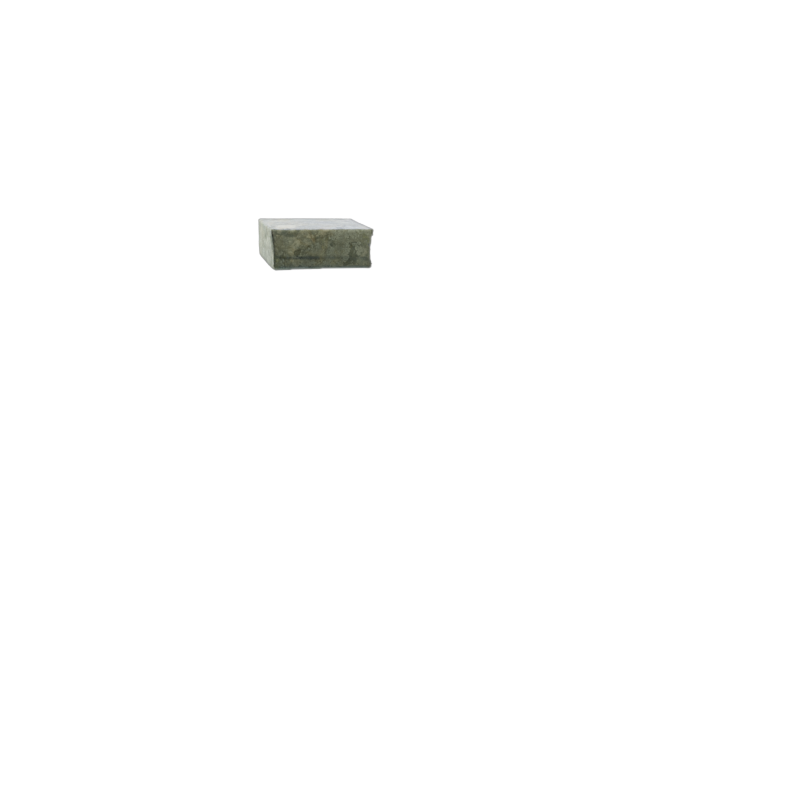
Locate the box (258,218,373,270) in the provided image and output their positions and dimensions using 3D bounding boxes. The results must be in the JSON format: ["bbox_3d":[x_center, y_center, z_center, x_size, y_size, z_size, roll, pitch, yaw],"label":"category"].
[{"bbox_3d":[-0.078,-0.142,0.994,0.089,0.038,0.118,-3,15,-11],"label":"box"}]
